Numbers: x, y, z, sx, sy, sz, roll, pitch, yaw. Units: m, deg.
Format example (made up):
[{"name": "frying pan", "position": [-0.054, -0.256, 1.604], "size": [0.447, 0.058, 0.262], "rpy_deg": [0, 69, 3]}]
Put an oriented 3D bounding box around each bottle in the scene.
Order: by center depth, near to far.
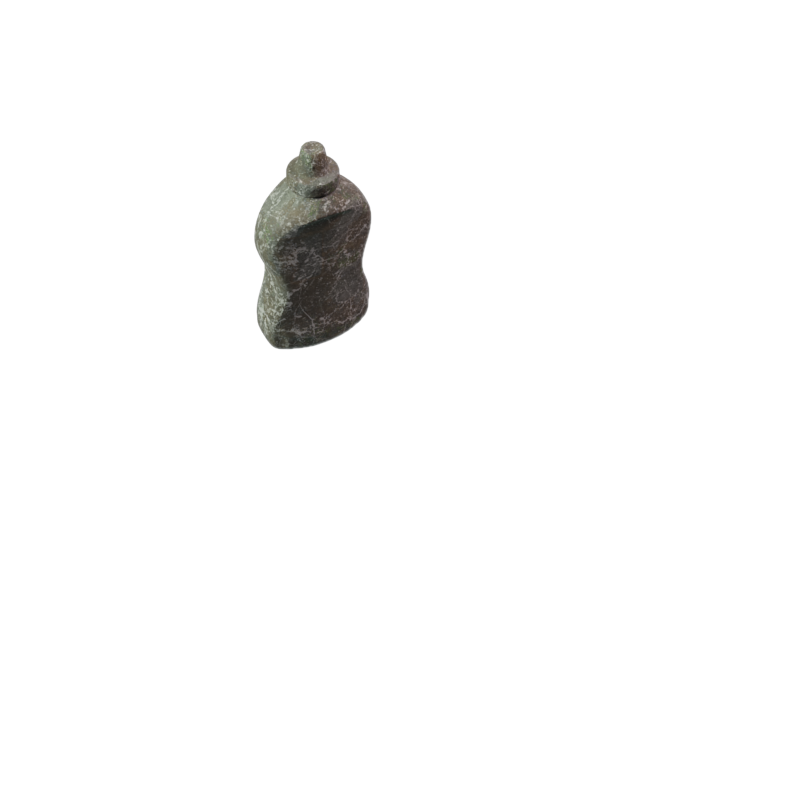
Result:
[{"name": "bottle", "position": [-0.070, -0.128, 0.894], "size": [0.095, 0.179, 0.063], "rpy_deg": [-20, 52, -20]}]
